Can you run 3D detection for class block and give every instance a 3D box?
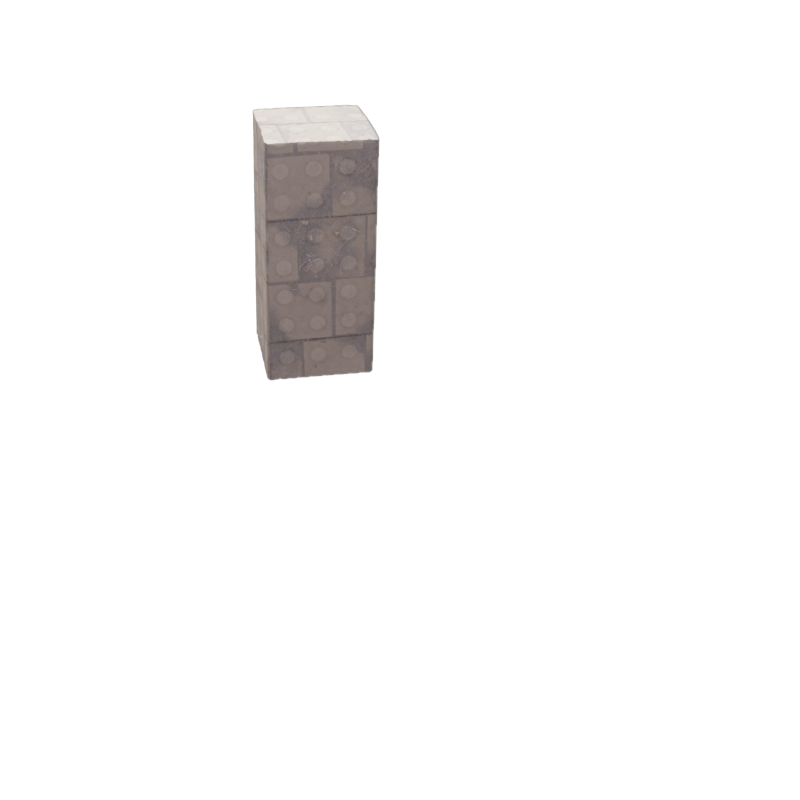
[{"bbox_3d":[-0.072,-0.131,0.916,0.090,0.195,0.096,-4,27,-11],"label":"block"}]
